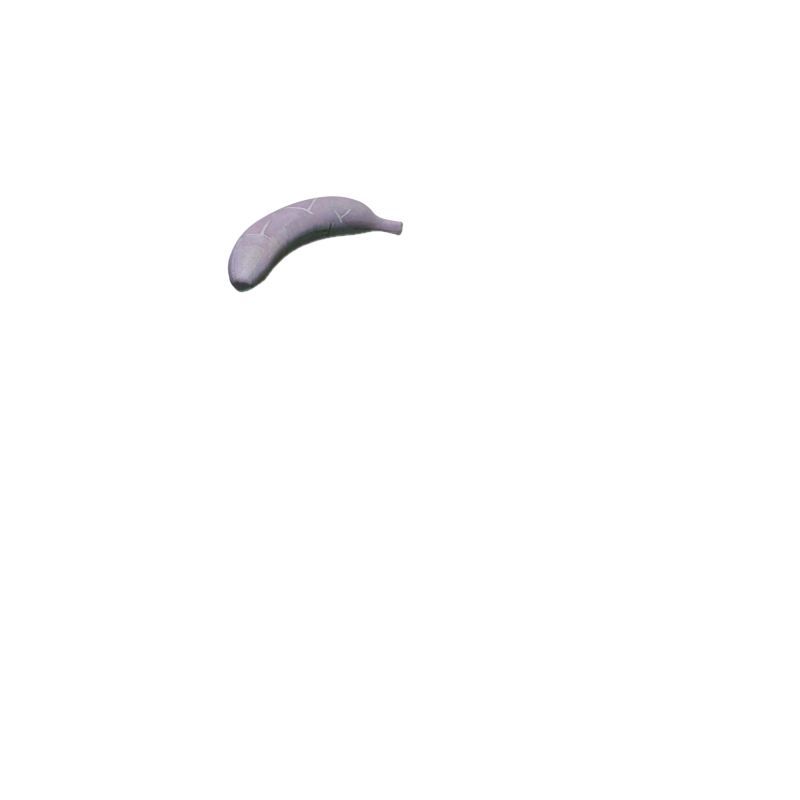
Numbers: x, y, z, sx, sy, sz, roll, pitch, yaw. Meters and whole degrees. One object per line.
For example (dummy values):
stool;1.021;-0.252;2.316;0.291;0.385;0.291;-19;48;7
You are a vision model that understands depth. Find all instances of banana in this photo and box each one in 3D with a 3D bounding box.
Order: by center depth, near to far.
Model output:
banana;-0.082;-0.135;0.907;0.074;0.035;0.197;20;34;34
